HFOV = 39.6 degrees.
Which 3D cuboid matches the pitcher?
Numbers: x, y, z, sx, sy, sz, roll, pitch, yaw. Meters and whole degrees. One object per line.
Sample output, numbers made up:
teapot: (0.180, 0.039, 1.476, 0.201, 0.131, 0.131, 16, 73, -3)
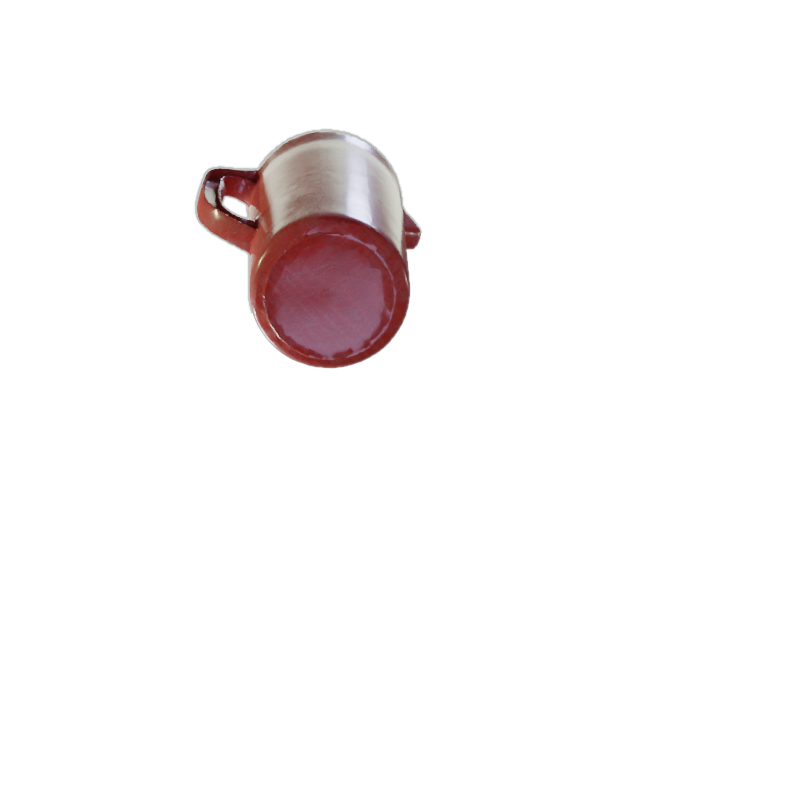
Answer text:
pitcher: (-0.066, -0.120, 0.843, 0.149, 0.138, 0.254, -25, 21, 7)
